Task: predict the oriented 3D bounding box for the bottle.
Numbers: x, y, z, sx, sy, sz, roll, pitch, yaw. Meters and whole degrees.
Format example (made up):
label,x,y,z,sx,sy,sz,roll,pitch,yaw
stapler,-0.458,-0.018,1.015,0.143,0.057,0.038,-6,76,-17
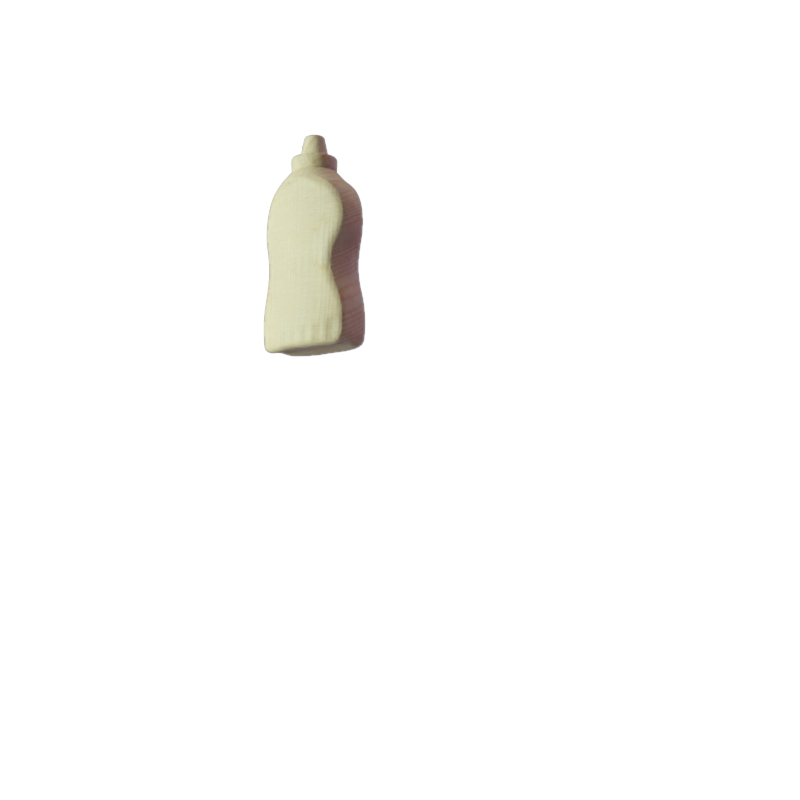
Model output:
label,x,y,z,sx,sy,sz,roll,pitch,yaw
bottle,-0.075,-0.138,0.965,0.098,0.198,0.055,-12,-17,43
